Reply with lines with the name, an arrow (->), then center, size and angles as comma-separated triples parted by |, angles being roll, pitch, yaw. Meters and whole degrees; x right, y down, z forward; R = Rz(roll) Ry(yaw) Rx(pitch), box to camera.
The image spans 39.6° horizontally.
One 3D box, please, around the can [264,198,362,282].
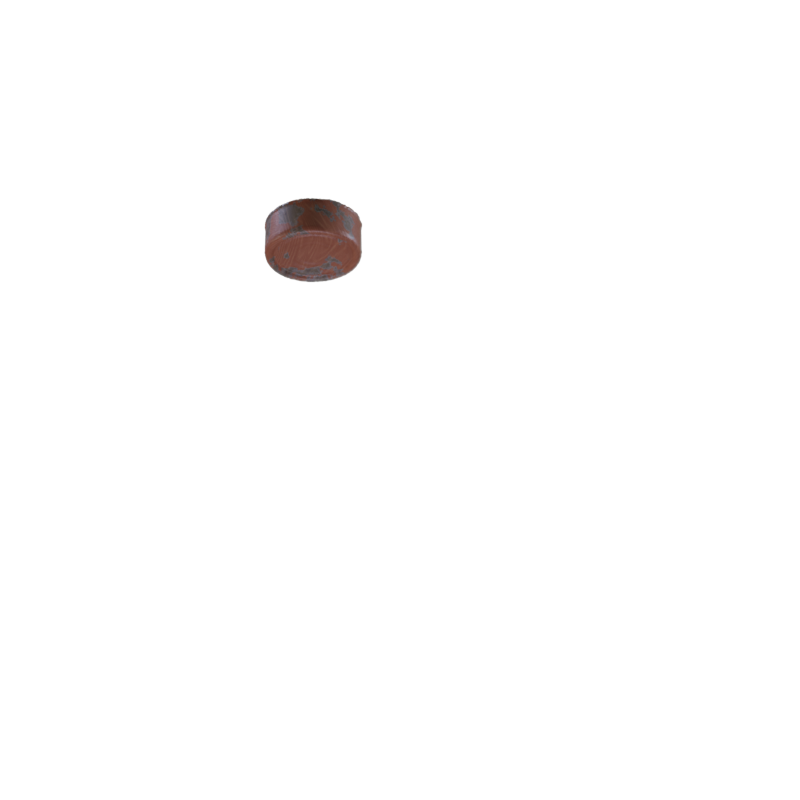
can -> -0.076, -0.138, 0.968 | 0.086, 0.036, 0.081 | 1, -28, -2
